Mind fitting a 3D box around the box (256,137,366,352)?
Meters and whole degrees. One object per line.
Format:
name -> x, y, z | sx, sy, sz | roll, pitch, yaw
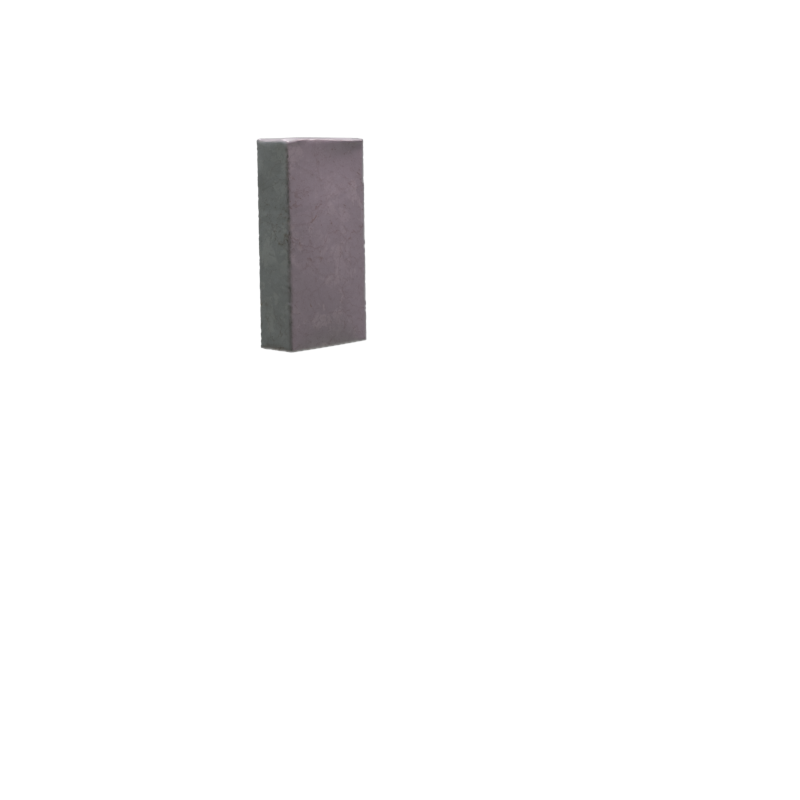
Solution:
box -> -0.074, -0.134, 0.940 | 0.050, 0.174, 0.090 | 6, 9, 43
